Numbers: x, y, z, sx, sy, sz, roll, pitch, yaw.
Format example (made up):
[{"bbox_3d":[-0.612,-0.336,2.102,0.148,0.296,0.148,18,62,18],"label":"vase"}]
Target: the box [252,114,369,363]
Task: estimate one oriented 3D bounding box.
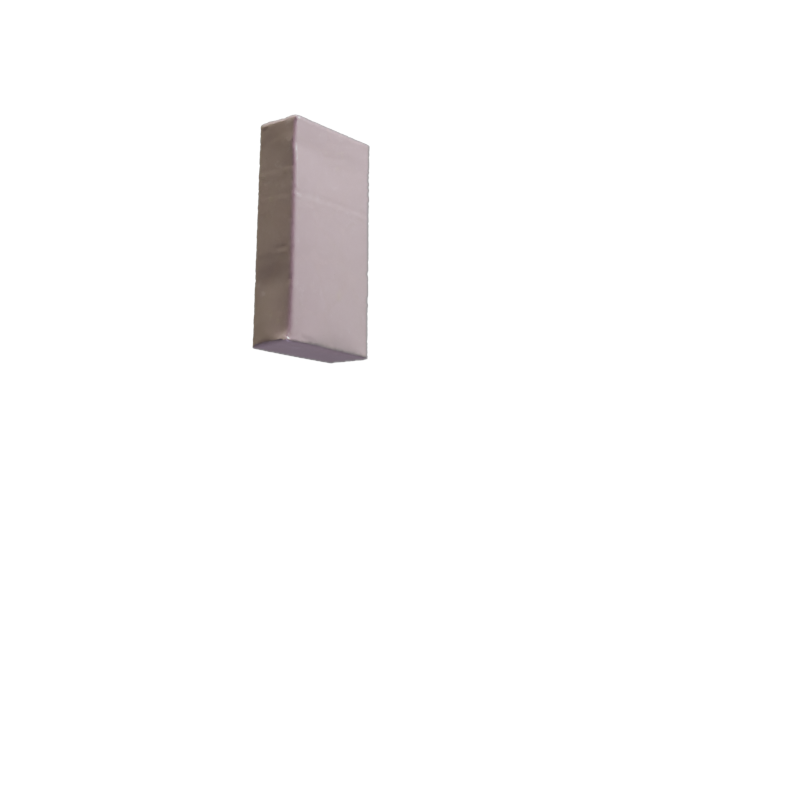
[{"bbox_3d":[-0.067,-0.122,0.857,0.049,0.183,0.088,-13,-19,37],"label":"box"}]
